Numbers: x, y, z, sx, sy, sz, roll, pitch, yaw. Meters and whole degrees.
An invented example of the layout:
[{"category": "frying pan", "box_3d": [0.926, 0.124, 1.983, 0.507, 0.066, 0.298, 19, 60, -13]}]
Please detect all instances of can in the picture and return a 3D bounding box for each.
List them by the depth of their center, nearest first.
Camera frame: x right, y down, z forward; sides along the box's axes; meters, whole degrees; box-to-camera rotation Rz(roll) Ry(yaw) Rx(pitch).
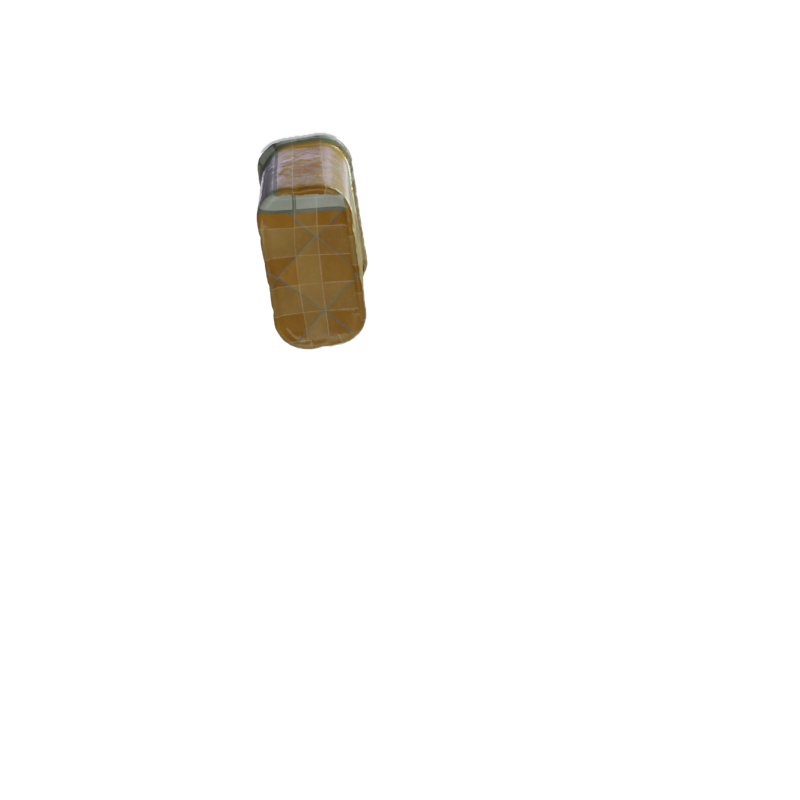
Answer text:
[{"category": "can", "box_3d": [-0.050, -0.091, 0.639, 0.058, 0.096, 0.089, -8, 26, 1]}]
